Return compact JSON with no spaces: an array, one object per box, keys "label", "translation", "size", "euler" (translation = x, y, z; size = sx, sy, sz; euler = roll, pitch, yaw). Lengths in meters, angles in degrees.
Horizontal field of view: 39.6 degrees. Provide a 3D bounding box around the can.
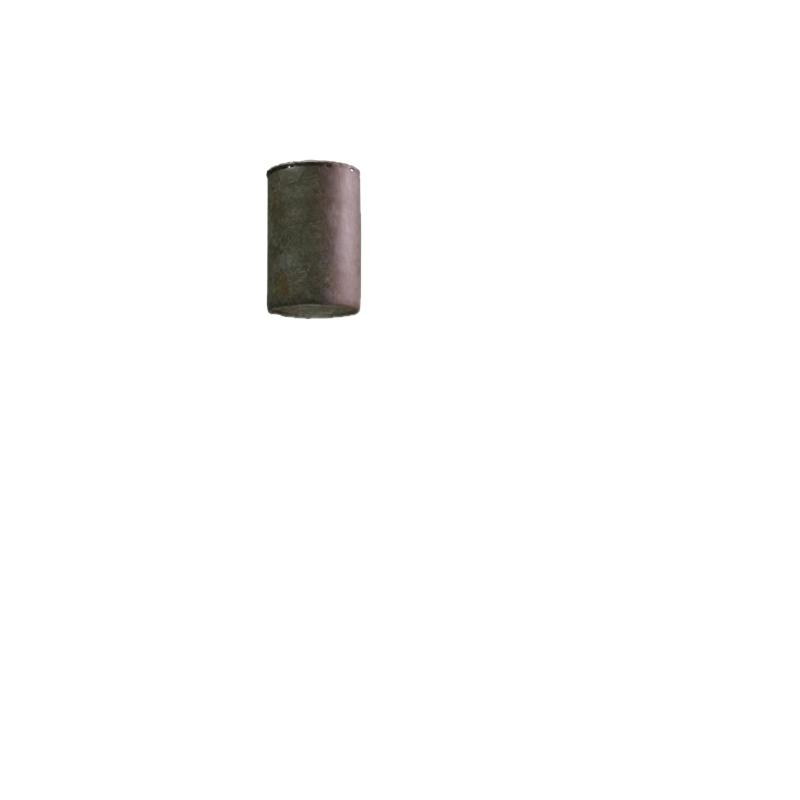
[{"label":"can","translation":[-0.062,-0.113,0.788],"size":[0.068,0.105,0.067],"euler":[0,-9,-2]}]
